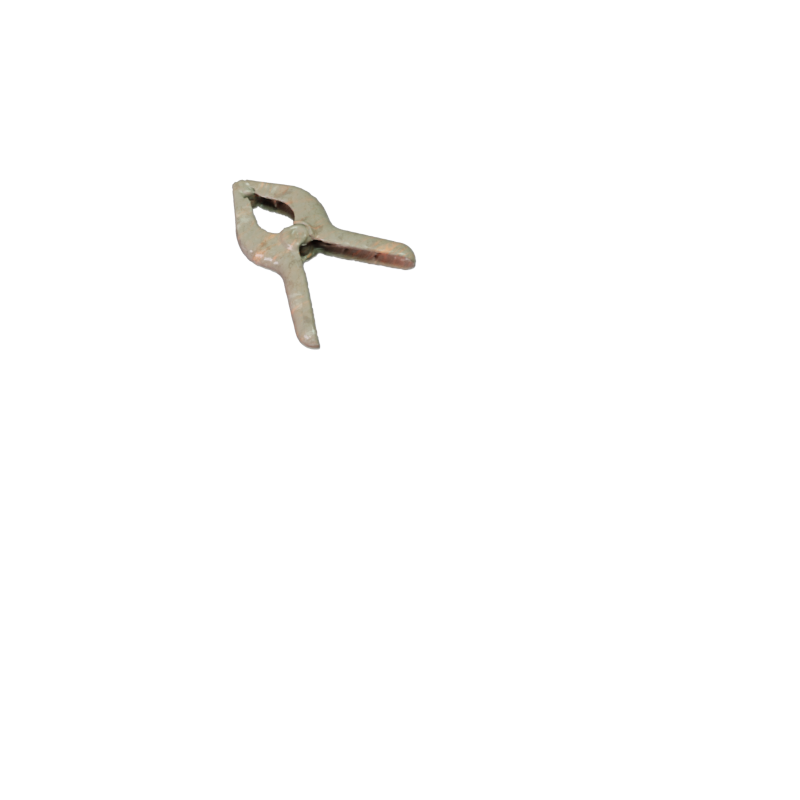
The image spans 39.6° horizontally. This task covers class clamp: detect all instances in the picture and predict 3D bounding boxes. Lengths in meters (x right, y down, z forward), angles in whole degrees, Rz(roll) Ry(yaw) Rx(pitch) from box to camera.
[{"bbox_3d":[-0.073,-0.133,0.932,0.120,0.183,0.037,-30,-27,-17],"label":"clamp"}]
